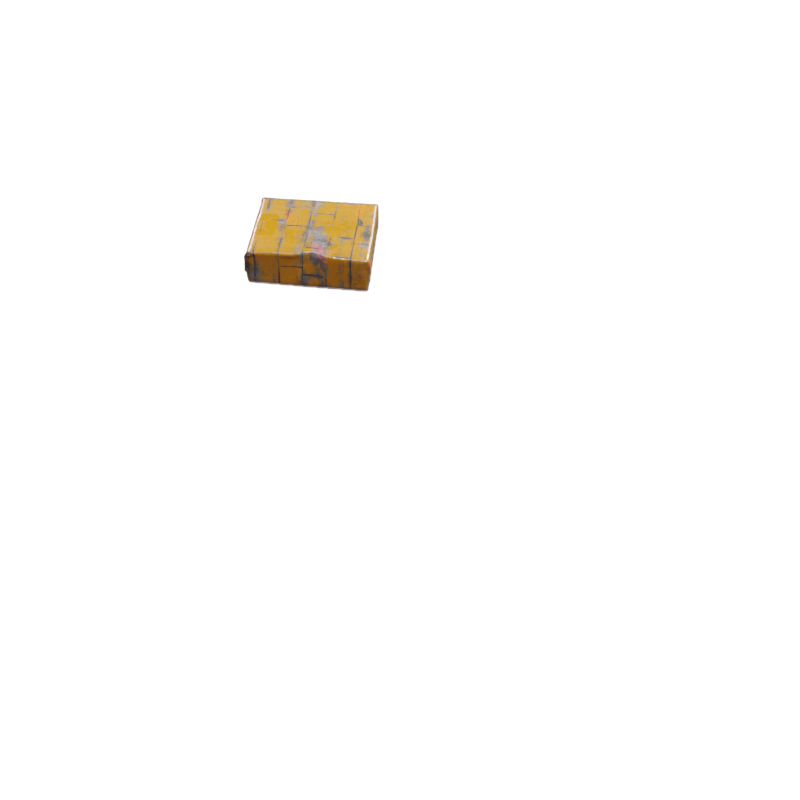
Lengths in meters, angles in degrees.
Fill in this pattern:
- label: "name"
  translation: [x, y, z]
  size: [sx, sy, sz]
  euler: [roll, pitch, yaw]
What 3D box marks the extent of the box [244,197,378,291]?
- label: "box"
  translation: [-0.063, -0.115, 0.803]
  size: [0.090, 0.028, 0.078]
  euler: [4, 40, 5]
